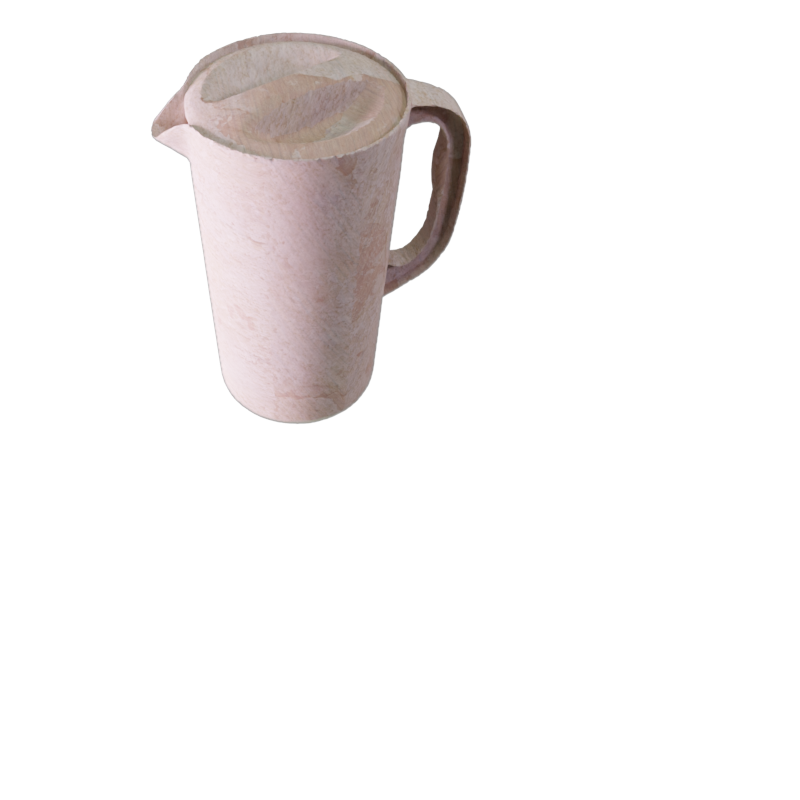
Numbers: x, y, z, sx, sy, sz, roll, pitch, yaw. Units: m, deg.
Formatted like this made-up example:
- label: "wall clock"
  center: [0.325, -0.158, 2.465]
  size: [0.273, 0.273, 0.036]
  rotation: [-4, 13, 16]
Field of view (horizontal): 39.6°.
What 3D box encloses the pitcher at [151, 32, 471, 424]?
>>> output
- label: "pitcher"
  center: [-0.055, -0.101, 0.708]
  size: [0.157, 0.226, 0.148]
  rotation: [26, 49, 21]
